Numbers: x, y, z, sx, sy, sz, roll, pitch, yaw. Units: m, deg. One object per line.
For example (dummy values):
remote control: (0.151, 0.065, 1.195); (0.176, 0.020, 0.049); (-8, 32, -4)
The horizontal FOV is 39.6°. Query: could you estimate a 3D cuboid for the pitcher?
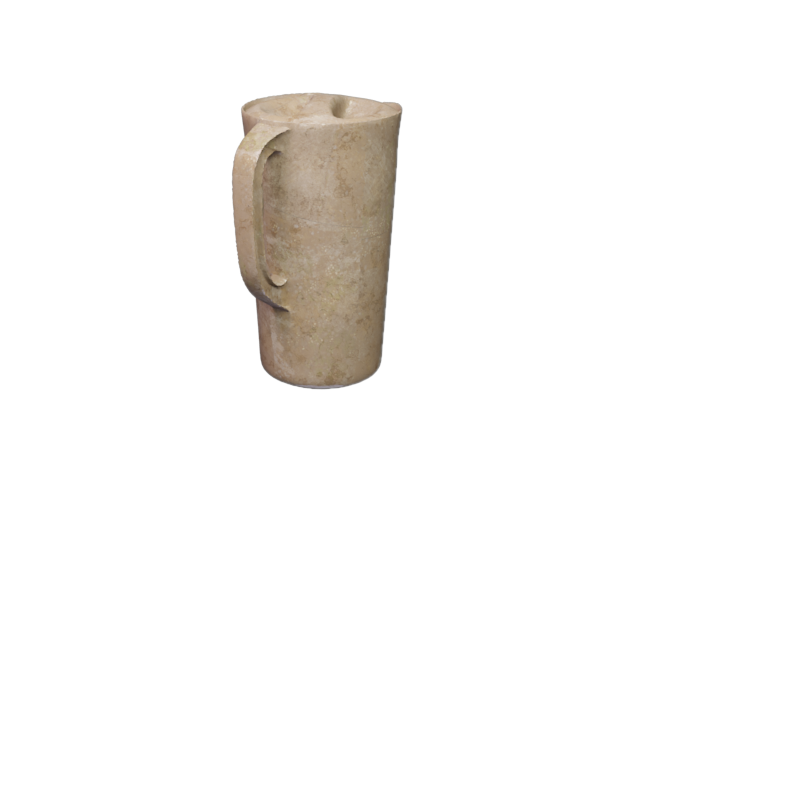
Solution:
pitcher: (-0.074, -0.134, 0.942); (0.147, 0.233, 0.153); (-3, 20, -12)
